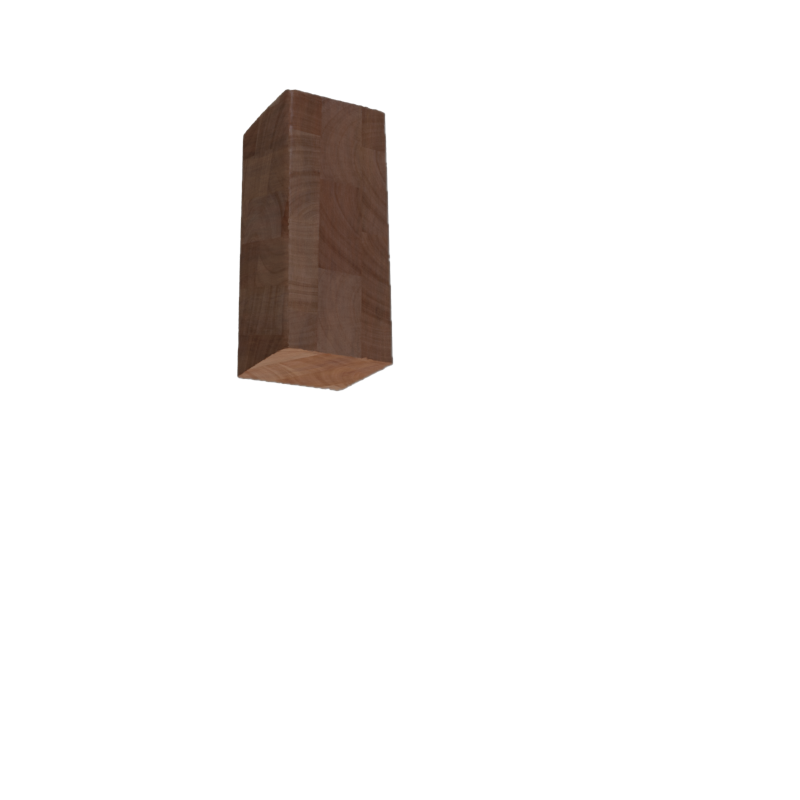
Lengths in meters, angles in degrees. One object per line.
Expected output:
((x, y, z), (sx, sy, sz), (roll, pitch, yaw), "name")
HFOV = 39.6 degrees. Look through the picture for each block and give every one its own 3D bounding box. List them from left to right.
((-0.067, -0.122, 0.856), (0.087, 0.216, 0.089), (10, -23, -27), "block")
